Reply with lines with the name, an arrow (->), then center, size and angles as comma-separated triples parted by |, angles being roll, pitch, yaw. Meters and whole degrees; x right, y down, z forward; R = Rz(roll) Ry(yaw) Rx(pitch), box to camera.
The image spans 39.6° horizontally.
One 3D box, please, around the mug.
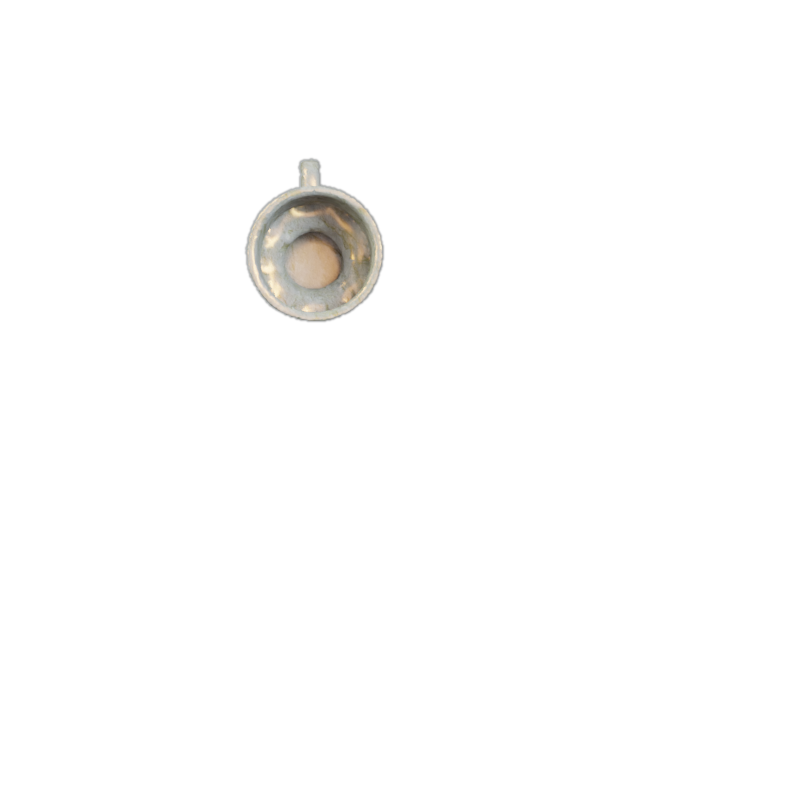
mug -> -0.062, -0.113, 0.795 | 0.093, 0.119, 0.081 | -6, -3, -2
